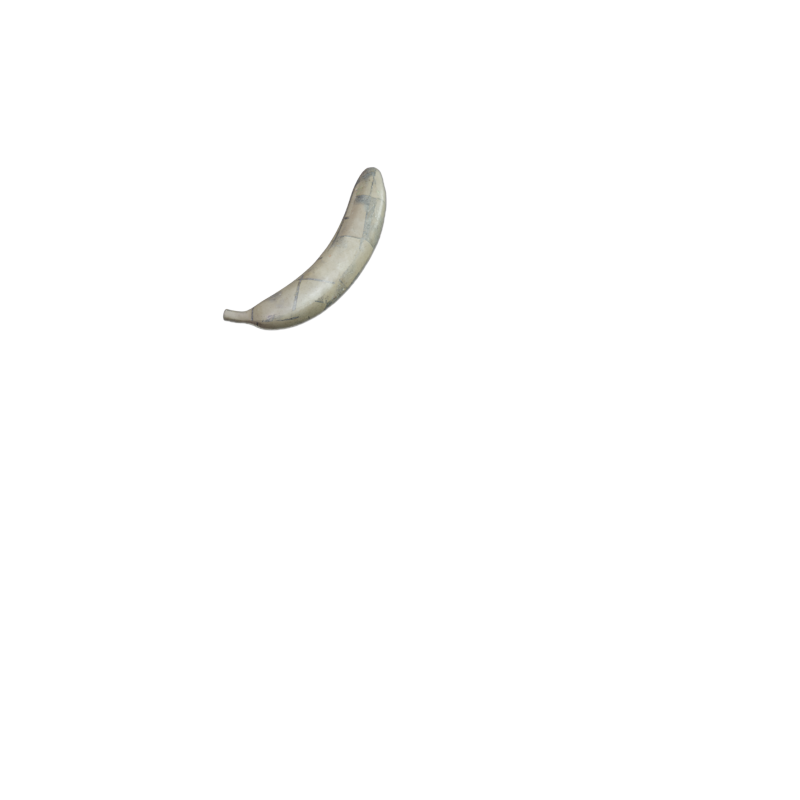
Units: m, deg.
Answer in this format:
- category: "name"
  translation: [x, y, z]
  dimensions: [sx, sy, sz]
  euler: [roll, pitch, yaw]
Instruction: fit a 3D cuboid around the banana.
- category: "banana"
  translation: [-0.065, -0.124, 0.965]
  dimensions: [0.072, 0.201, 0.035]
  euler: [38, -20, 15]
